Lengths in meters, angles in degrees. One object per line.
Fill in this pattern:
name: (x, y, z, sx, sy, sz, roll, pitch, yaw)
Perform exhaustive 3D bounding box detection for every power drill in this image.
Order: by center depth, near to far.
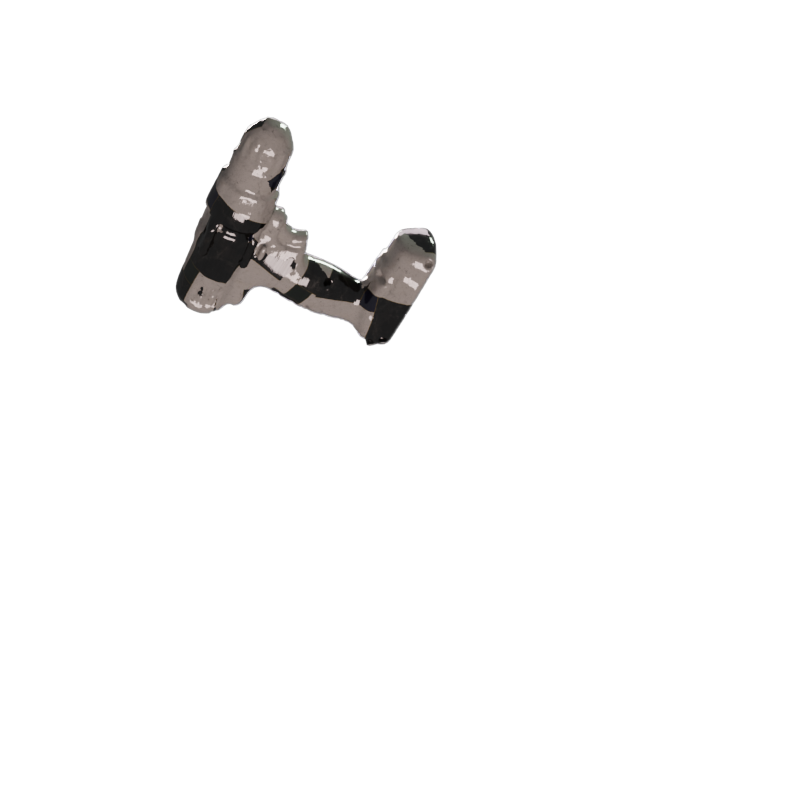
power drill: (-0.070, -0.127, 0.892, 0.182, 0.177, 0.061, 19, 38, -16)
